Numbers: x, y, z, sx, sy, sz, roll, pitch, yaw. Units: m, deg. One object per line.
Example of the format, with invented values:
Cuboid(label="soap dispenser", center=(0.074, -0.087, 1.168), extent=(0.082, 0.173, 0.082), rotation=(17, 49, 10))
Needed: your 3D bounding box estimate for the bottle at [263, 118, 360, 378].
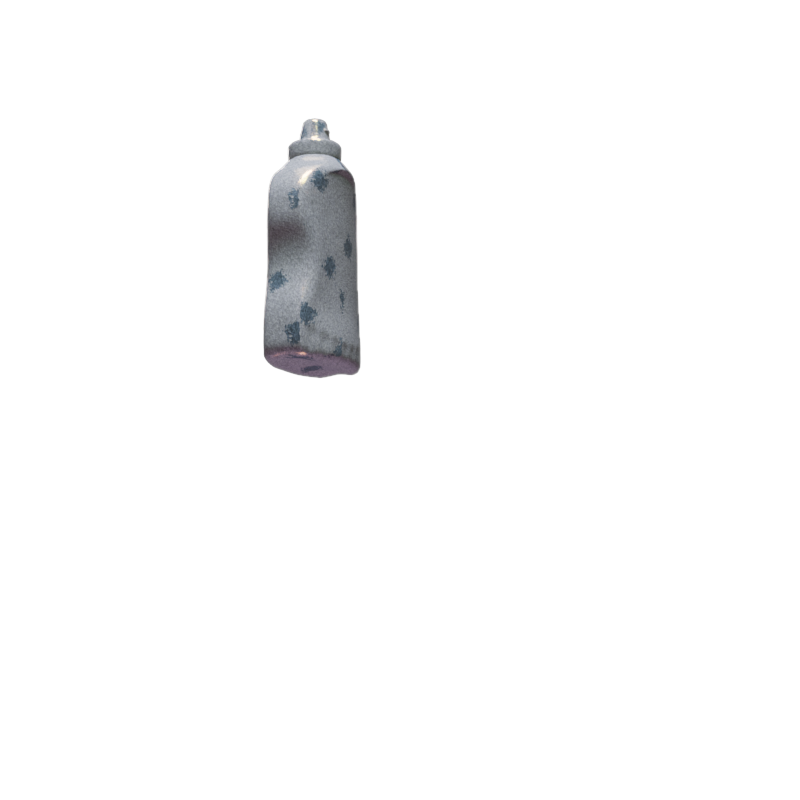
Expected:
Cuboid(label="bottle", center=(-0.064, -0.118, 0.825), extent=(0.060, 0.199, 0.090), rotation=(-9, -17, 26))
